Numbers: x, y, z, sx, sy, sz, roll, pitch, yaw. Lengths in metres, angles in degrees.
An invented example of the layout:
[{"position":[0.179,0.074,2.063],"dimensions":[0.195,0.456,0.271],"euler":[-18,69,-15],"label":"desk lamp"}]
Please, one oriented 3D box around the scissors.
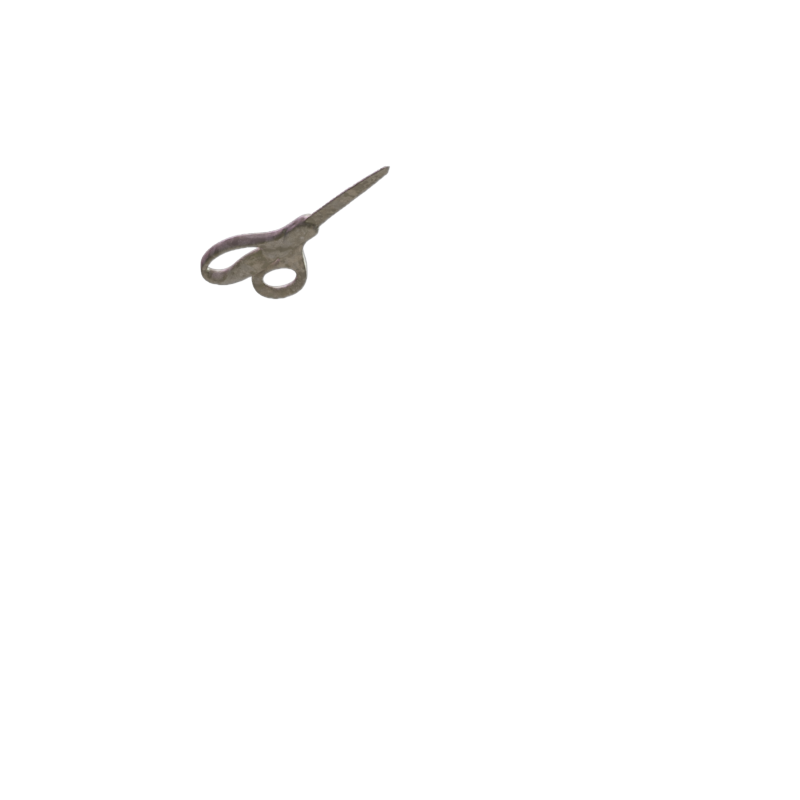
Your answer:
[{"position":[-0.069,-0.125,0.878],"dimensions":[0.204,0.017,0.089],"euler":[-17,-32,29],"label":"scissors"}]
